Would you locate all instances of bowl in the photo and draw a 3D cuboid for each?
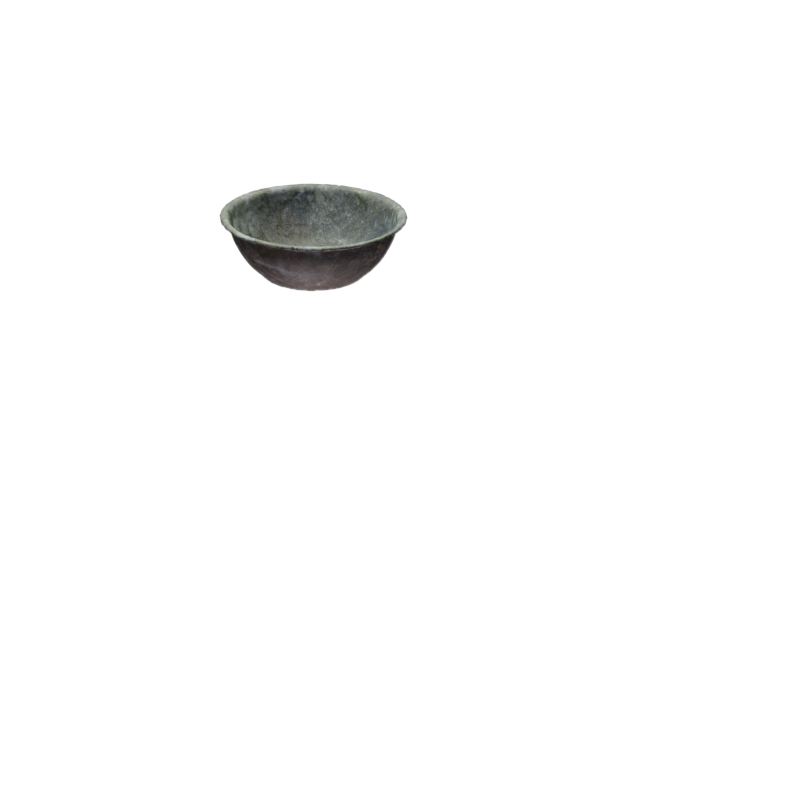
[{"bbox_3d":[-0.076,-0.138,0.965,0.162,0.052,0.171,-1,27,-2],"label":"bowl"}]
